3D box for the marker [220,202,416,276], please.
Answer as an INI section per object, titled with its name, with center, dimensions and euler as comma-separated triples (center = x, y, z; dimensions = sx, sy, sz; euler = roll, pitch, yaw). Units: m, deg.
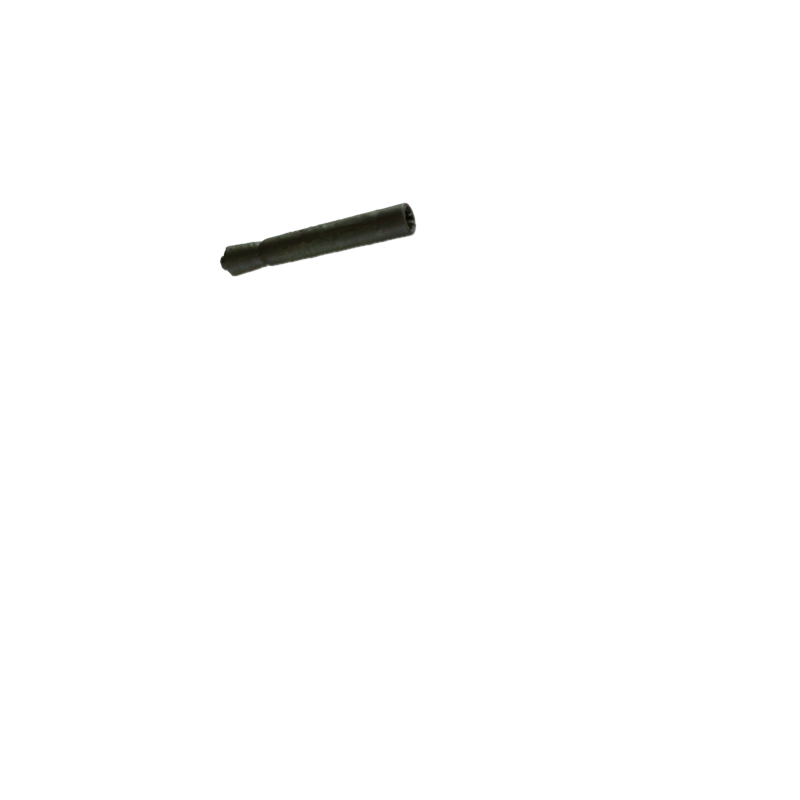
[marker]
center = -0.050, -0.091, 0.639
dimensions = 0.123, 0.020, 0.019
euler = -10, 0, 24
